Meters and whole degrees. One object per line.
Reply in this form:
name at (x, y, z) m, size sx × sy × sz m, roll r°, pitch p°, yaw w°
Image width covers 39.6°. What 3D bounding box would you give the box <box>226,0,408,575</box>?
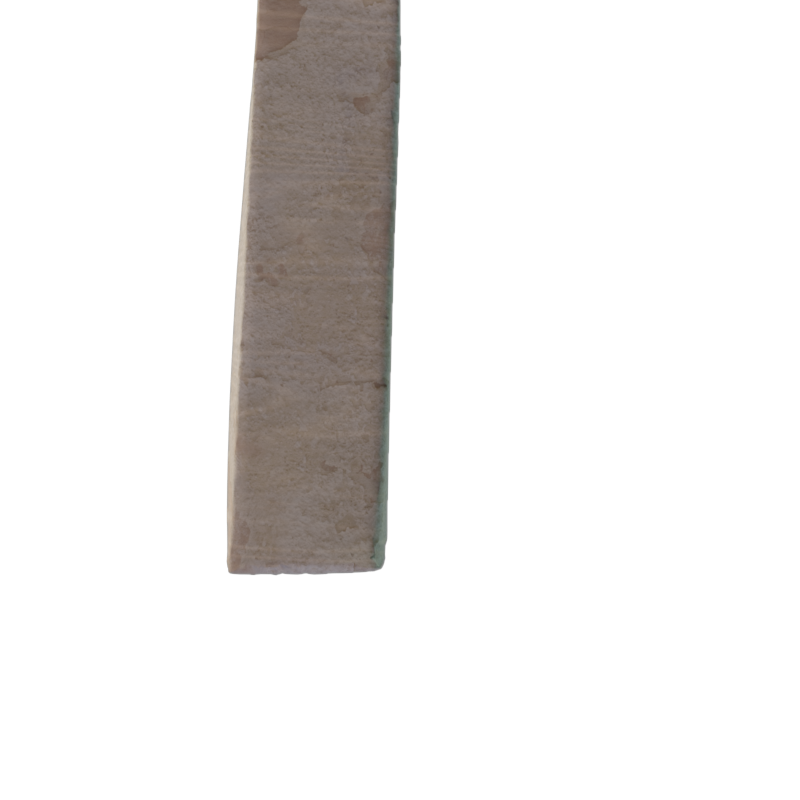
box at (-0.026, -0.047, 0.327) m, size 0.048 × 0.178 × 0.093 m, roll 0°, pitch -3°, yaw -6°
